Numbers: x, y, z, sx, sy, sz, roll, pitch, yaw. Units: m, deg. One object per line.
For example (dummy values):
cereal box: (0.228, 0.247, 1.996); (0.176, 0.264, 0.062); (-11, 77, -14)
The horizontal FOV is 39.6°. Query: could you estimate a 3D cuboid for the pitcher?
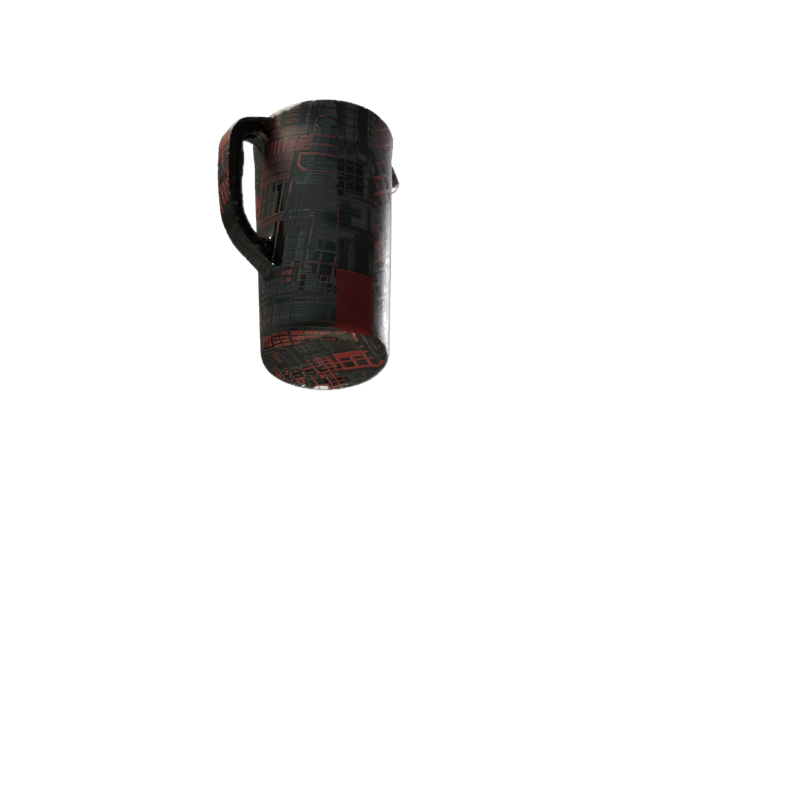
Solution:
pitcher: (-0.077, -0.140, 0.981); (0.150, 0.259, 0.134); (-7, -32, 7)
